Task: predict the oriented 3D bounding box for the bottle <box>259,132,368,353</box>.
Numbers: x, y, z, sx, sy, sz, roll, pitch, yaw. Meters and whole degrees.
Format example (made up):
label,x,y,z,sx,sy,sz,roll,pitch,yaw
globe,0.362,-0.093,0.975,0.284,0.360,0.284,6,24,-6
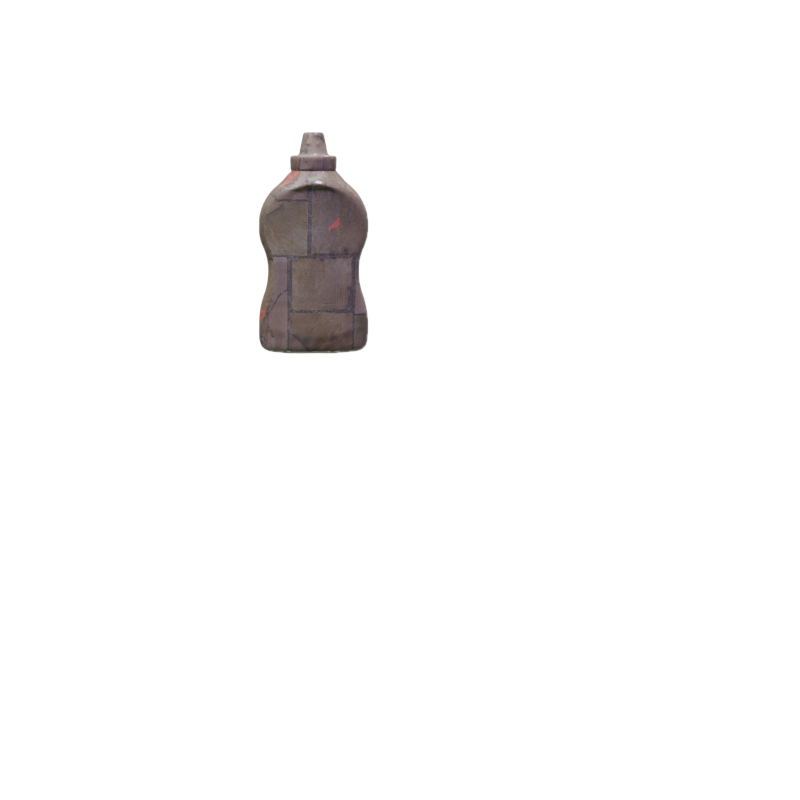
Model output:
label,x,y,z,sx,sy,sz,roll,pitch,yaw
bottle,-0.077,-0.140,0.978,0.096,0.189,0.059,0,5,-2
